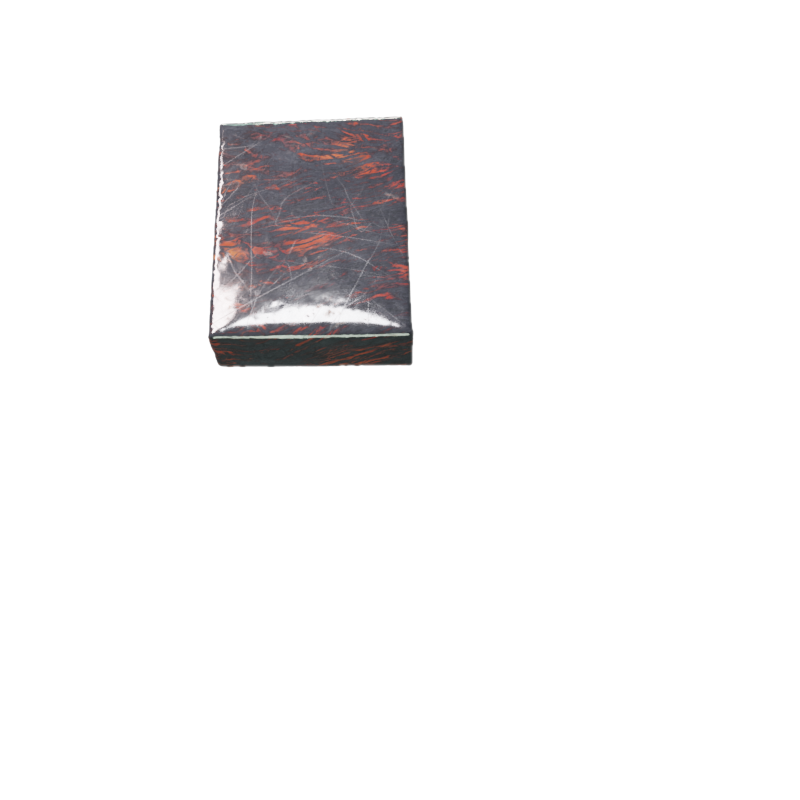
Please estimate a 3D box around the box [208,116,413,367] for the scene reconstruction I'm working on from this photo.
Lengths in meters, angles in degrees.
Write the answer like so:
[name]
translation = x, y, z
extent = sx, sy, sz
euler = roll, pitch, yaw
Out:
[box]
translation = -0.074, -0.135, 0.949
extent = 0.164, 0.227, 0.067
euler = -2, -29, 2
